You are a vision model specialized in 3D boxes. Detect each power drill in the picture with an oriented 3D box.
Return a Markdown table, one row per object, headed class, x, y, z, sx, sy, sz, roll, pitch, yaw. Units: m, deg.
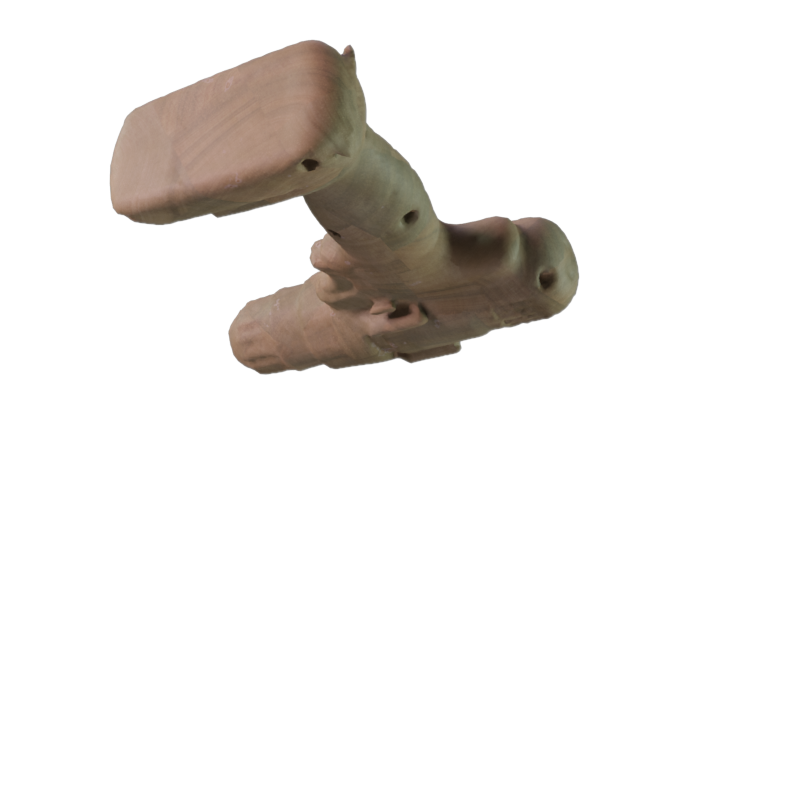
| class | x | y | z | sx | sy | sz | roll | pitch | yaw |
| --- | --- | --- | --- | --- | --- | --- | --- | --- | --- |
| power drill | -0.038 | -0.070 | 0.487 | 0.187 | 0.061 | 0.174 | -14 | -27 | 28 |
